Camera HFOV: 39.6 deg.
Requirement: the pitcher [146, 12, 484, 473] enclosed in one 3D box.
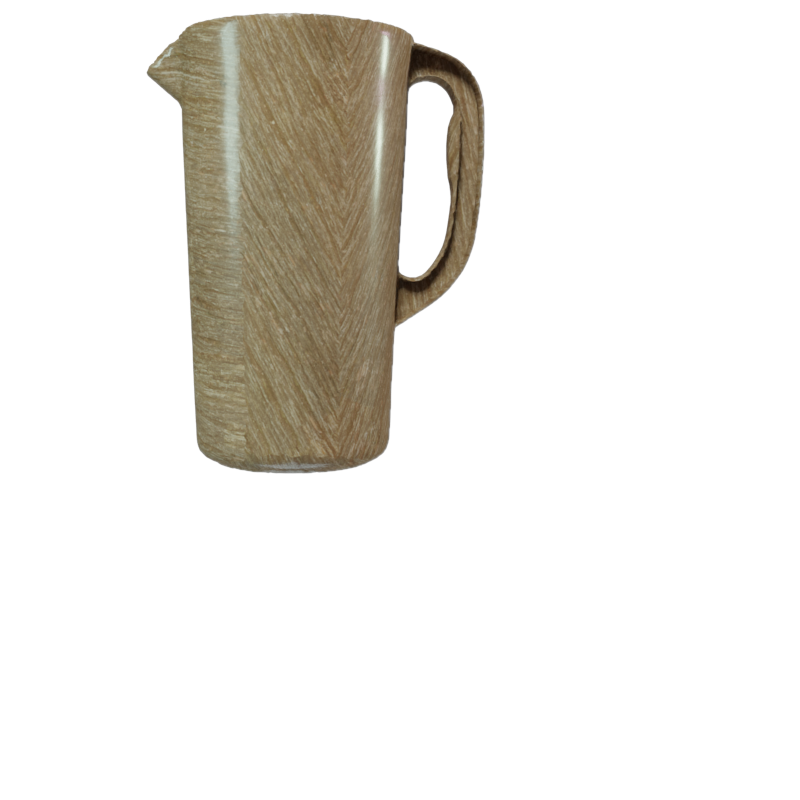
[{"bbox_3d":[-0.049,-0.089,0.622,0.155,0.243,0.139,2,2,43],"label":"pitcher"}]
